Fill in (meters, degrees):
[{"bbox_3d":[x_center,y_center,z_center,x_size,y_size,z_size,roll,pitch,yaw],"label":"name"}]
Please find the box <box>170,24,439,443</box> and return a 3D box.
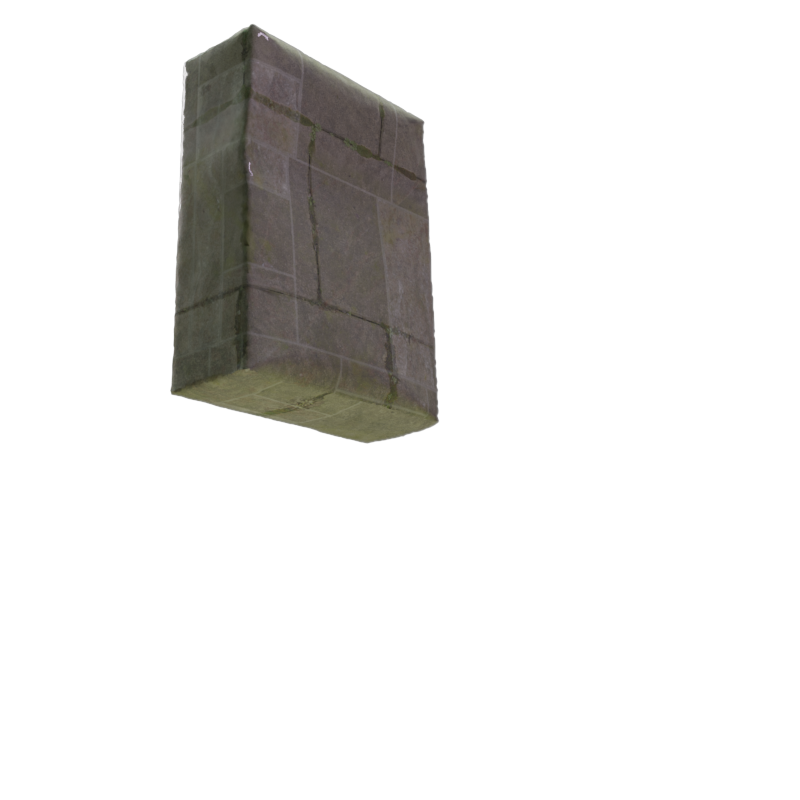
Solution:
[{"bbox_3d":[-0.052,-0.096,0.669,0.073,0.225,0.154,-20,-28,38],"label":"box"}]
